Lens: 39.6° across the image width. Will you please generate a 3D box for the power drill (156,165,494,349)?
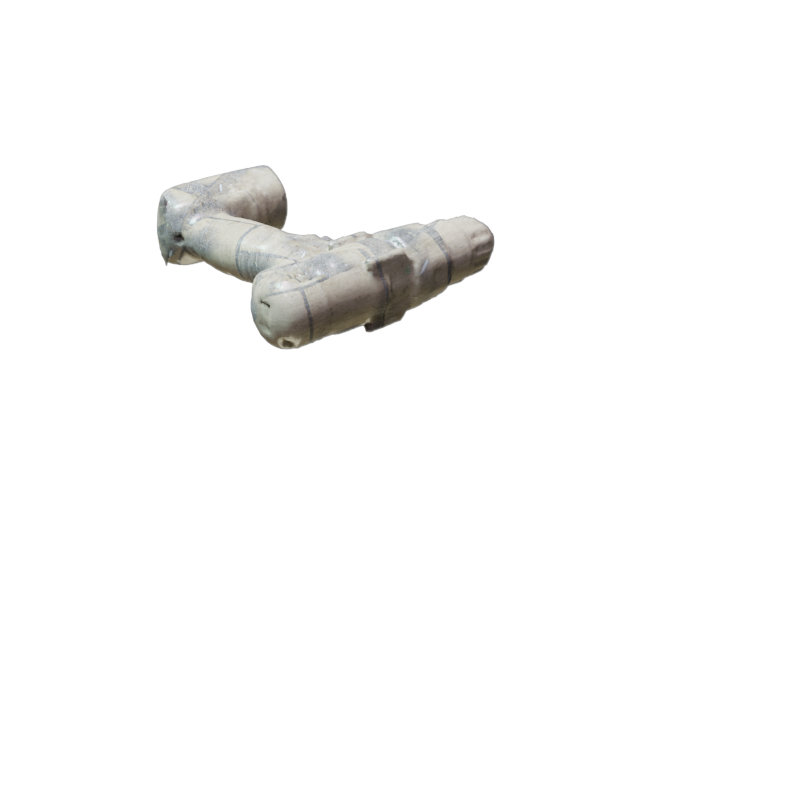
[{"bbox_3d":[-0.057,-0.104,0.731,0.182,0.054,0.200,-22,34,-37],"label":"power drill"}]
